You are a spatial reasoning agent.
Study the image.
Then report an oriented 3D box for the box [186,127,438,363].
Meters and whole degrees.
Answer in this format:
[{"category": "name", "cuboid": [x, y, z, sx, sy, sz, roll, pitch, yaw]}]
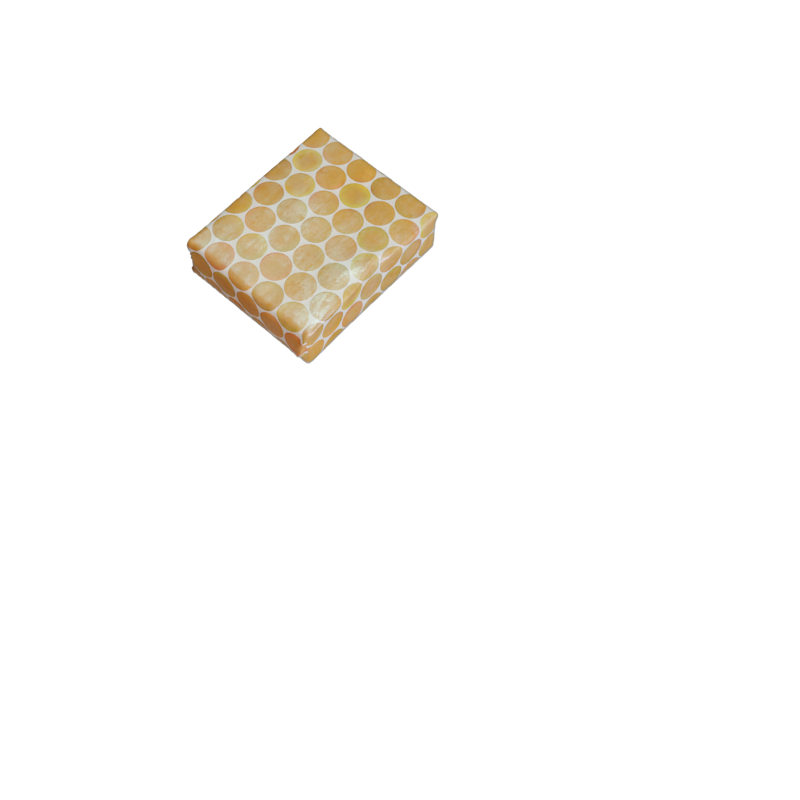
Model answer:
[{"category": "box", "cuboid": [-0.039, -0.071, 0.497, 0.077, 0.090, 0.028, 38, -24, 20]}]
